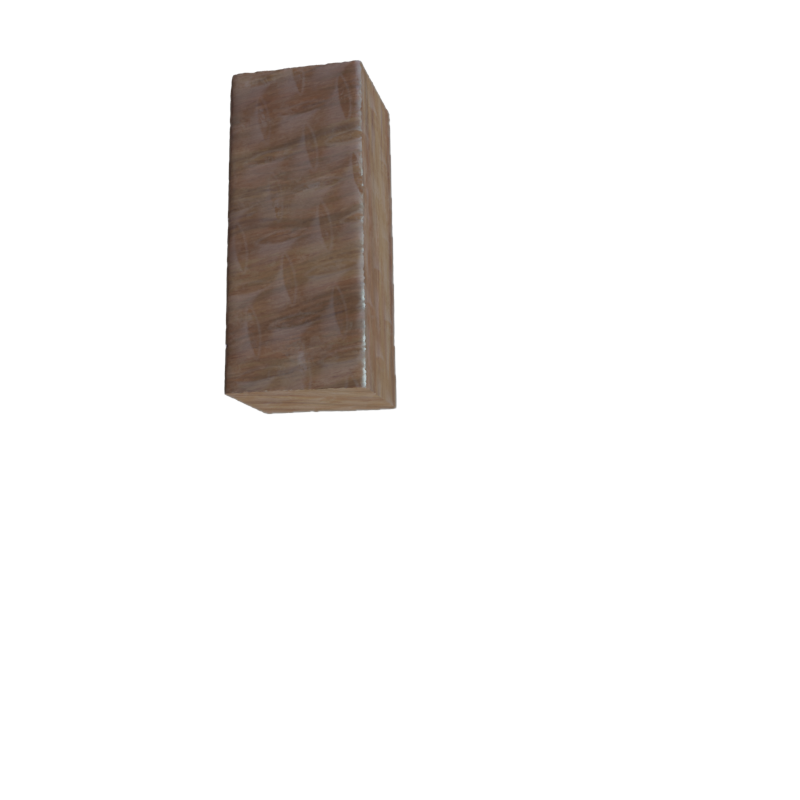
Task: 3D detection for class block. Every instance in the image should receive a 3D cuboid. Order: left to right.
[{"bbox_3d":[-0.056,-0.102,0.712,0.091,0.214,0.086,-4,-16,12],"label":"block"}]
